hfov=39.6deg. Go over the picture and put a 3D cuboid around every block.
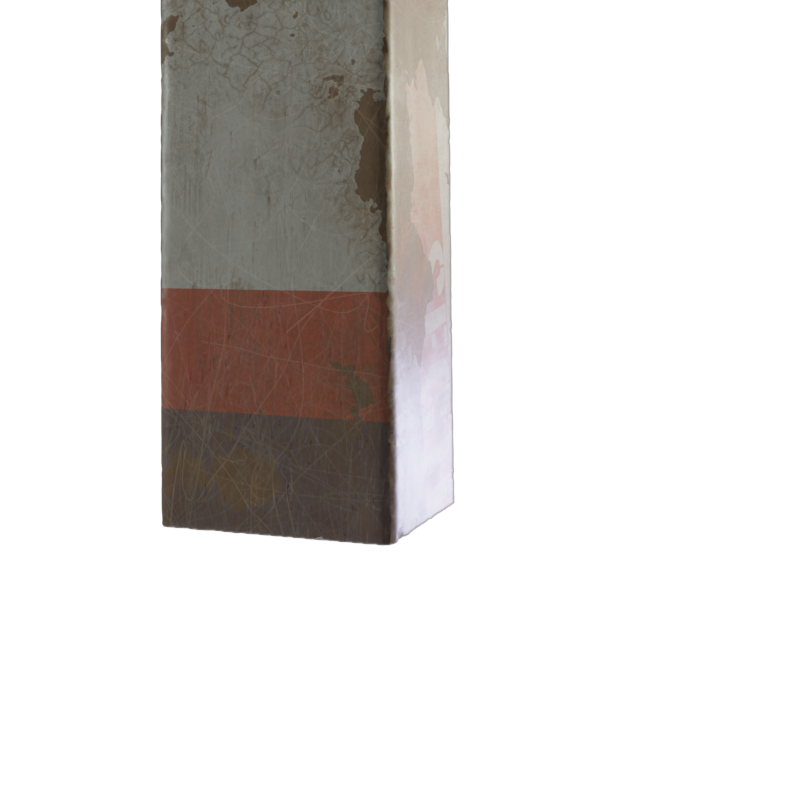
[{"bbox_3d":[-0.034,-0.061,0.425,0.093,0.207,0.088,-1,-2,19],"label":"block"}]
